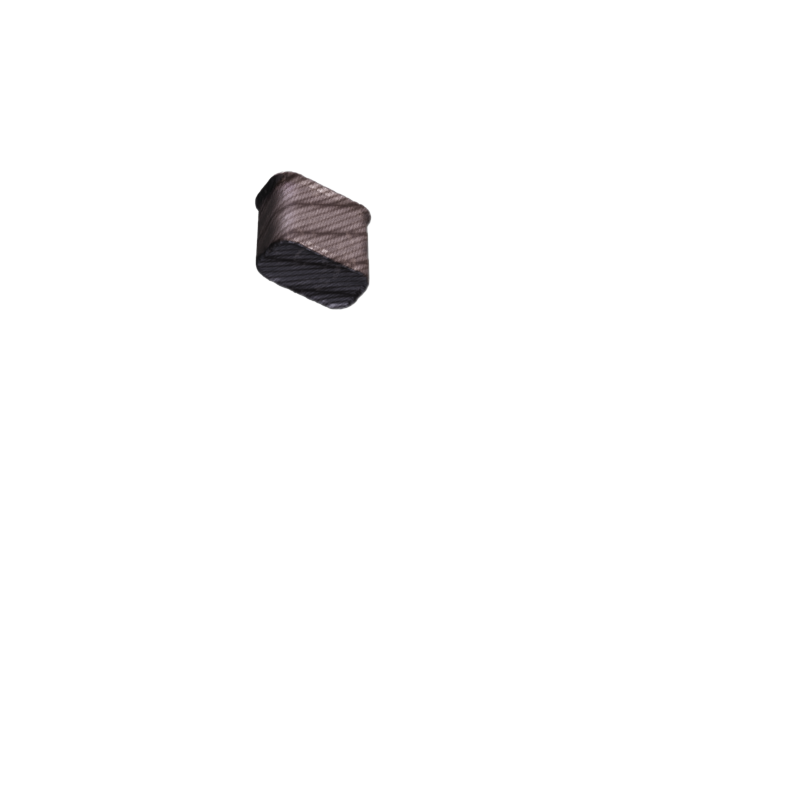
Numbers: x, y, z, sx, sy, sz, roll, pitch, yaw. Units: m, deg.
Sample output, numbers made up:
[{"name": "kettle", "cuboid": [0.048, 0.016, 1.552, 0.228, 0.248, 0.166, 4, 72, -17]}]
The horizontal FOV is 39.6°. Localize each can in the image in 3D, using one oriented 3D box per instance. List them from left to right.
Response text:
[{"name": "can", "cuboid": [-0.074, -0.135, 0.946, 0.097, 0.090, 0.056, 23, -48, -25]}]
